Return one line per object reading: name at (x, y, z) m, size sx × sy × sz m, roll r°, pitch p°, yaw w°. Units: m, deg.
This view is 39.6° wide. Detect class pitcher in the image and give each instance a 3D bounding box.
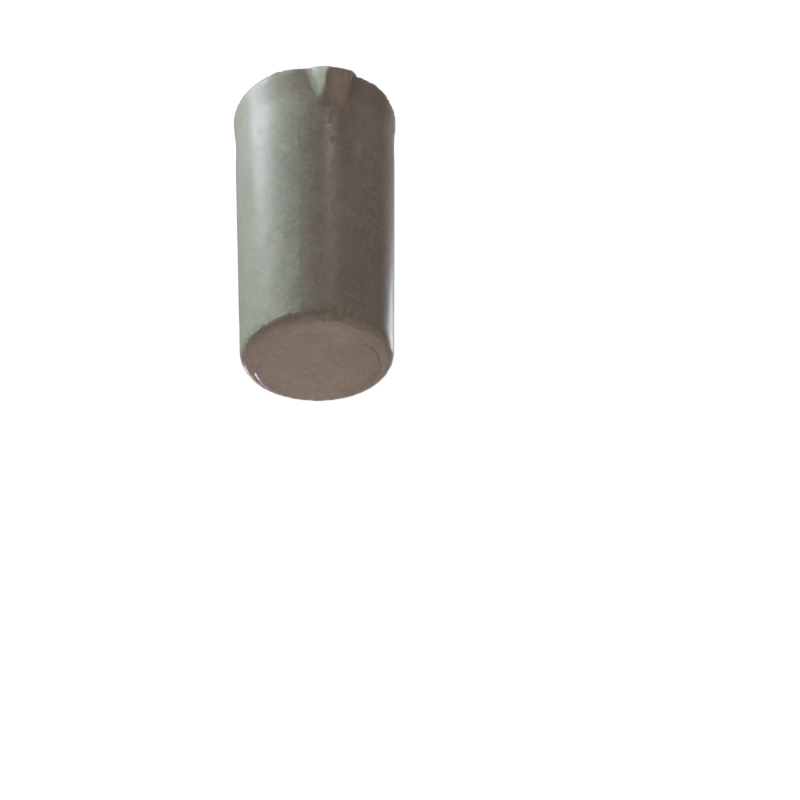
pitcher at (-0.067, -0.121, 0.850) m, size 0.146 × 0.260 × 0.138 m, roll -19°, pitch -38°, yaw 22°
